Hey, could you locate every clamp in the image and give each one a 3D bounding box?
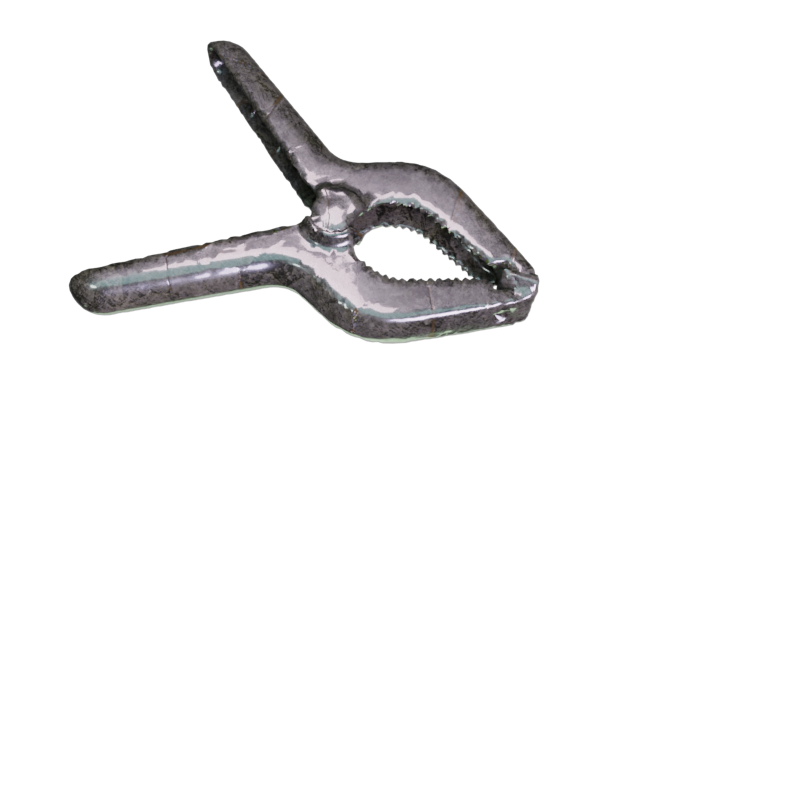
[{"bbox_3d":[-0.041,-0.076,0.530,0.216,0.169,0.034,26,-24,12],"label":"clamp"}]
